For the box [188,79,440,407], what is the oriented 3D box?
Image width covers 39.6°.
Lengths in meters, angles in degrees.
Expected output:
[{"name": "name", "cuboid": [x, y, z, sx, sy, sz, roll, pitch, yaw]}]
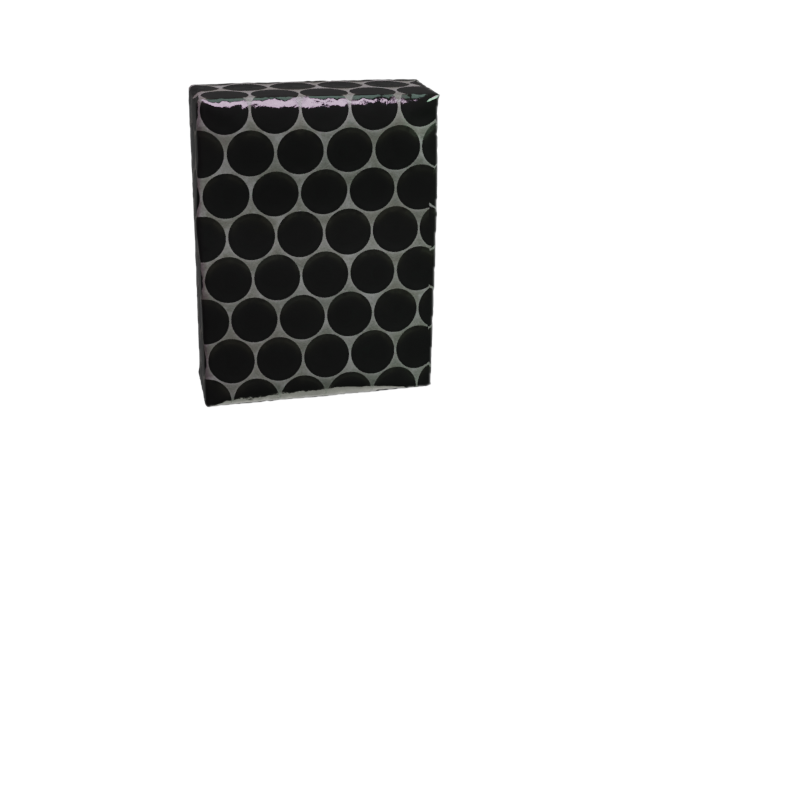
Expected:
[{"name": "box", "cuboid": [-0.060, -0.109, 0.767, 0.162, 0.205, 0.076, -3, 19, -11]}]
